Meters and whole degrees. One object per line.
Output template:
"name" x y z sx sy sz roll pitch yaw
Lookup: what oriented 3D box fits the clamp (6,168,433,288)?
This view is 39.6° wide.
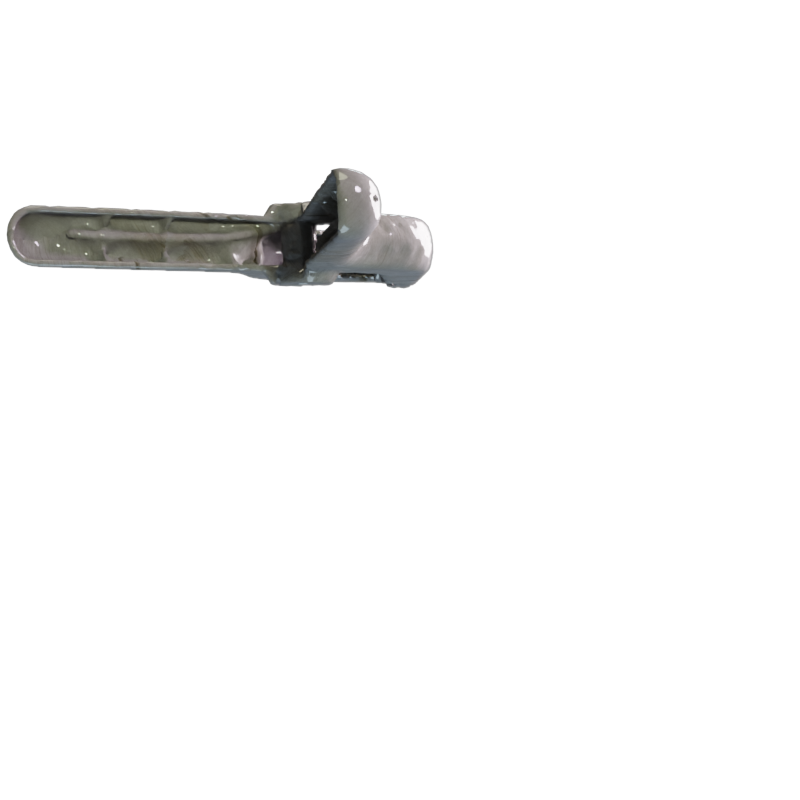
"clamp" -0.038 -0.069 0.483 0.170 0.037 0.201 1 2 35
